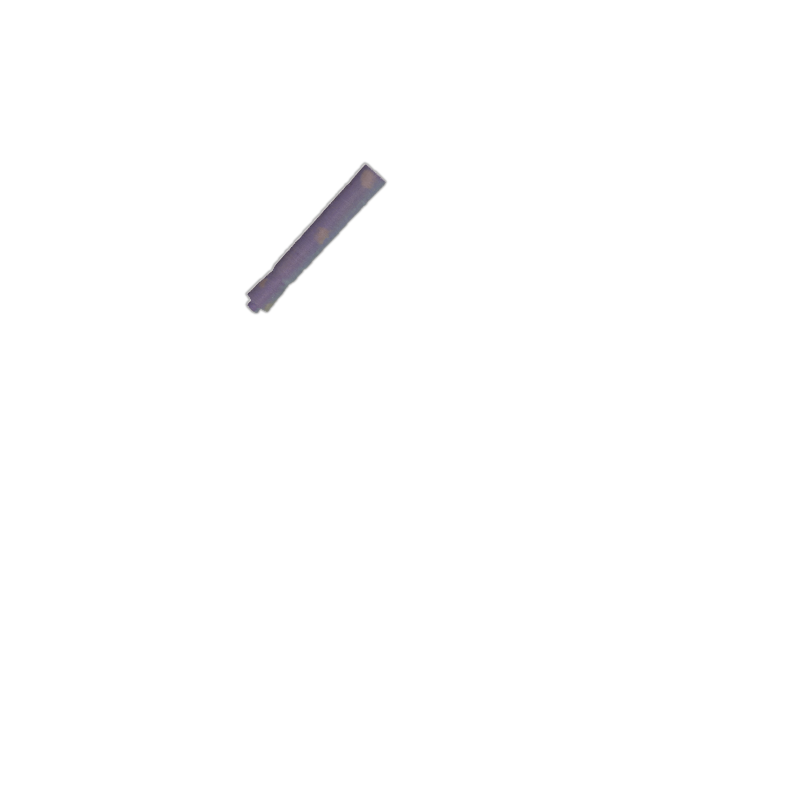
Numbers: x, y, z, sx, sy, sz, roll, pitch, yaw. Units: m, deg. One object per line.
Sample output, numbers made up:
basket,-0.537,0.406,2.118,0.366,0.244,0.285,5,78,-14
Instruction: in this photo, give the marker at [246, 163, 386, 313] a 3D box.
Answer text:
marker,-0.056,-0.103,0.719,0.019,0.120,0.020,42,7,-10
